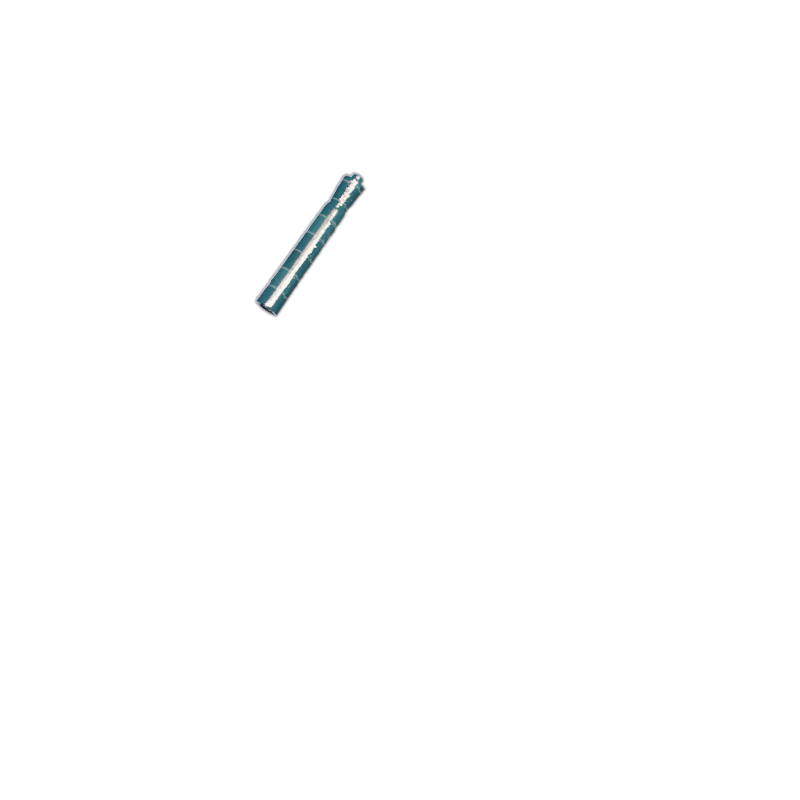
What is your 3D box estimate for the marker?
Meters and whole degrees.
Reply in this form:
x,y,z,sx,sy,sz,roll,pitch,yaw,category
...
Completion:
x,y,z,sx,sy,sz,roll,pitch,yaw,category
-0.063,-0.115,0.804,0.020,0.123,0.019,32,-13,5,marker
